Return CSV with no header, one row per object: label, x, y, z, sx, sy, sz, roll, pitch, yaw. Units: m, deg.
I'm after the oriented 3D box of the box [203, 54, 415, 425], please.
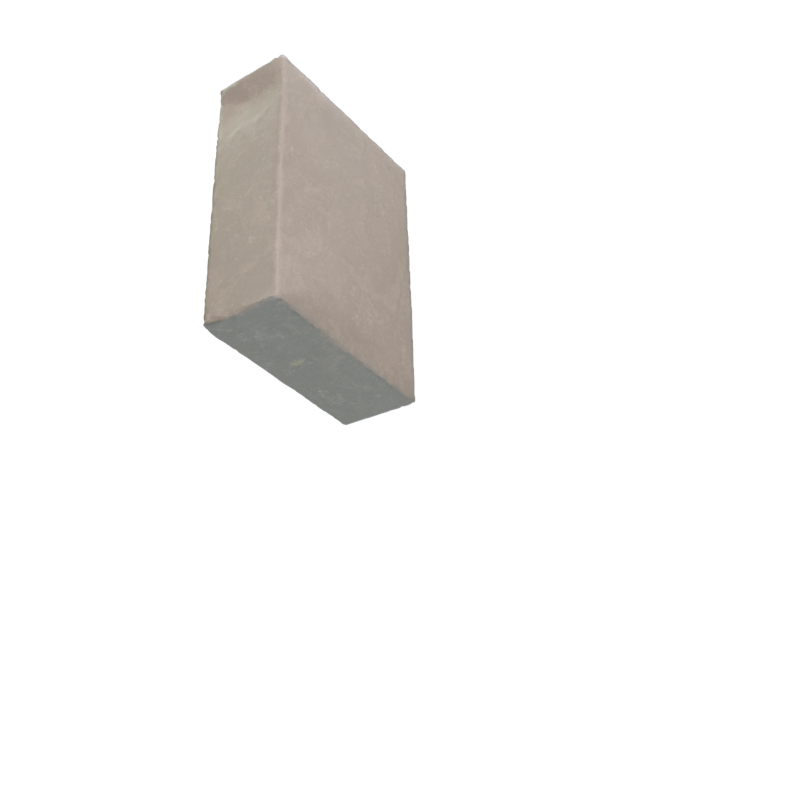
box,-0.062,-0.114,0.798,0.072,0.229,0.152,-23,-39,27
